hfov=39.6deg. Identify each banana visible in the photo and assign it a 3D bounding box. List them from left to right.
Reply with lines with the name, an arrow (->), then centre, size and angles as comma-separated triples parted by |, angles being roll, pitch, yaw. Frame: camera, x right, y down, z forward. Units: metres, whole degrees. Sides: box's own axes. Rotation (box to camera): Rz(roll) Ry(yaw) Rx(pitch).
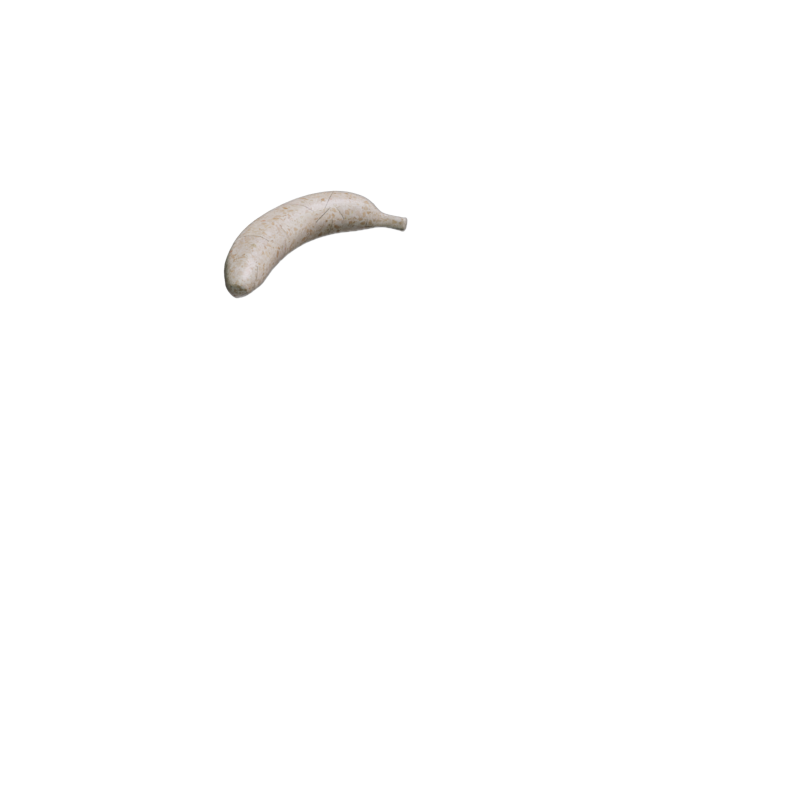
banana -> -0.079, -0.132, 0.878 | 0.074, 0.035, 0.197 | 23, 37, 34
